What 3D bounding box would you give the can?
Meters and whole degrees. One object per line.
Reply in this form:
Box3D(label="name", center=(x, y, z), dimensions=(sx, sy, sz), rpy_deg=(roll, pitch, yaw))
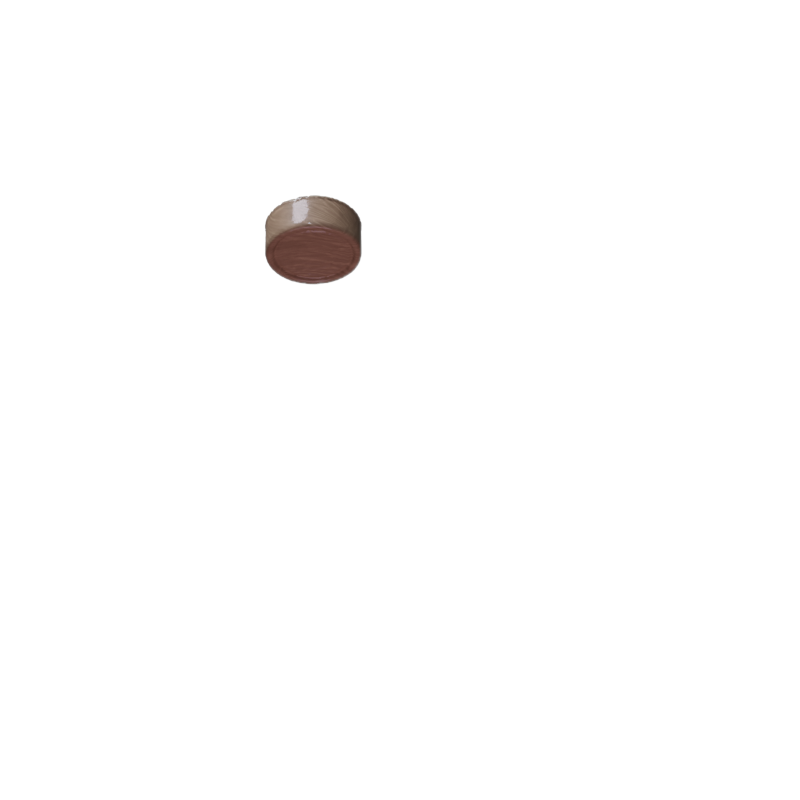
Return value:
Box3D(label="can", center=(-0.076, -0.139, 0.972), dimensions=(0.086, 0.036, 0.080), rpy_deg=(1, -34, -2))
